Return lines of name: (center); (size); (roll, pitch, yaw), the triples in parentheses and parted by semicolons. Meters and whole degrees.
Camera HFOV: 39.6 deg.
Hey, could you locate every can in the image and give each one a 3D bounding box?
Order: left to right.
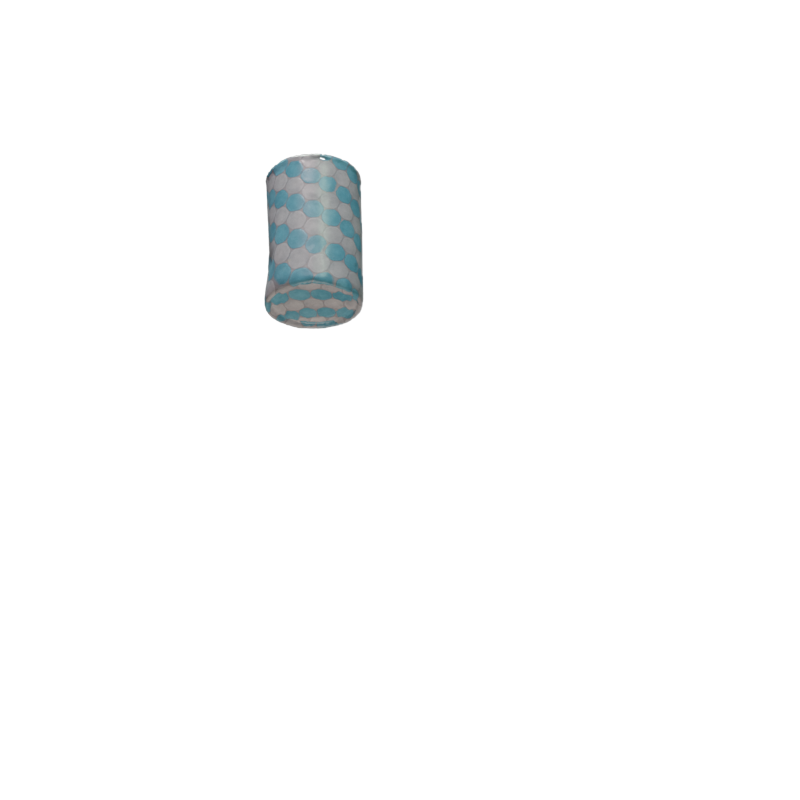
can: (-0.060, -0.109, 0.763); (0.068, 0.109, 0.064); (0, -29, -2)
